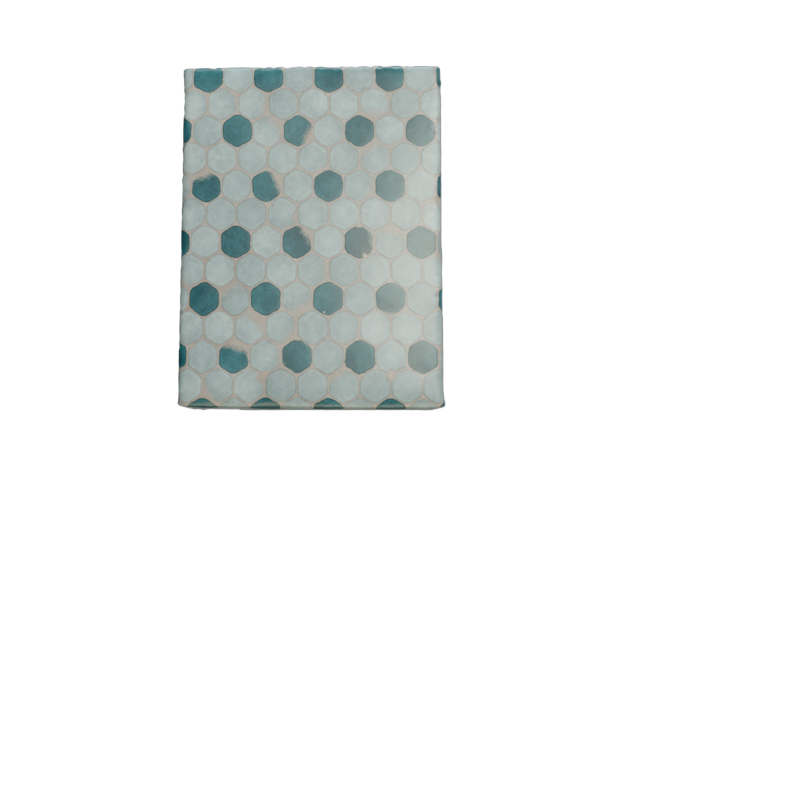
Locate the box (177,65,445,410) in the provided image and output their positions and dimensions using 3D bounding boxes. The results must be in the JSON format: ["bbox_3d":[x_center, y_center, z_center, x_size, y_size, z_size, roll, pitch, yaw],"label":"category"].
[{"bbox_3d":[-0.056,-0.102,0.712,0.164,0.218,0.070,0,-8,1],"label":"box"}]
